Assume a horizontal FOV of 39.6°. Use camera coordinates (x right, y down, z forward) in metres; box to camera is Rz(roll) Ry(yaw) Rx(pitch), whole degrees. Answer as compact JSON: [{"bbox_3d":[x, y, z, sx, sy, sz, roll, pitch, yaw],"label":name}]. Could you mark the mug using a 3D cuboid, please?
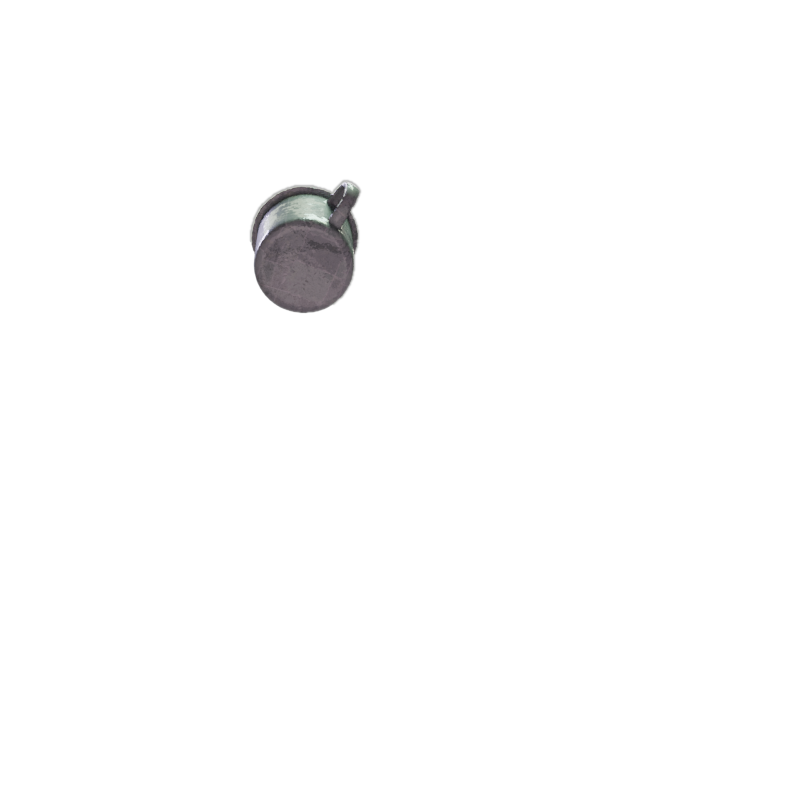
[{"bbox_3d":[-0.072,-0.132,0.922,0.090,0.115,0.086,38,16,-16],"label":"mug"}]
